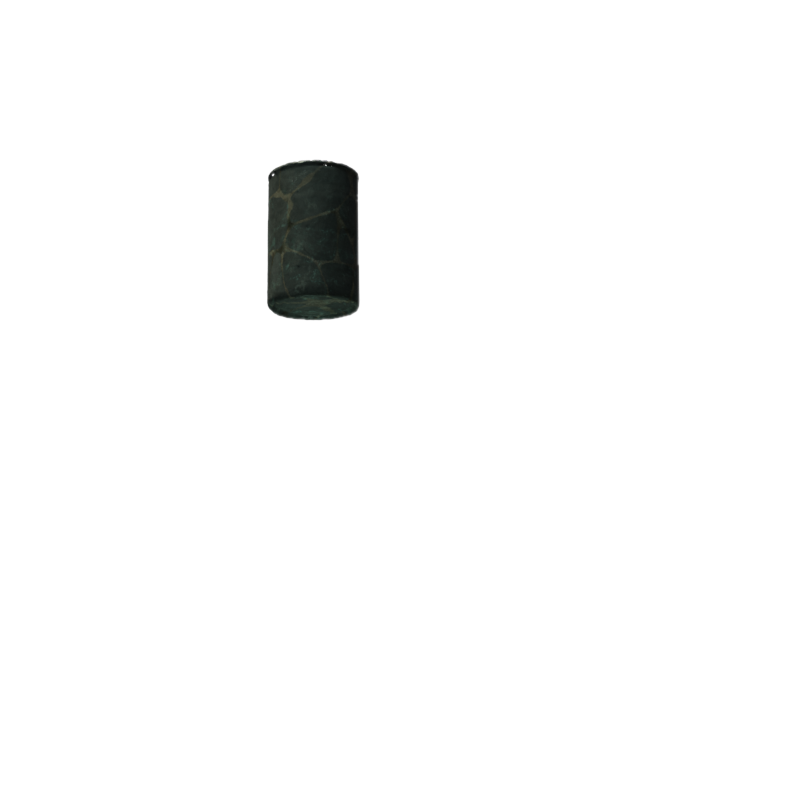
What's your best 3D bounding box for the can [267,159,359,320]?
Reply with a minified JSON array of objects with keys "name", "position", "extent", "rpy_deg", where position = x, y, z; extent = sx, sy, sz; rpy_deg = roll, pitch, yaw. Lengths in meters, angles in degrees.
[{"name":"can","position":[-0.064,-0.116,0.811],"extent":[0.068,0.107,0.066],"rpy_deg":[0,-17,-2]}]
